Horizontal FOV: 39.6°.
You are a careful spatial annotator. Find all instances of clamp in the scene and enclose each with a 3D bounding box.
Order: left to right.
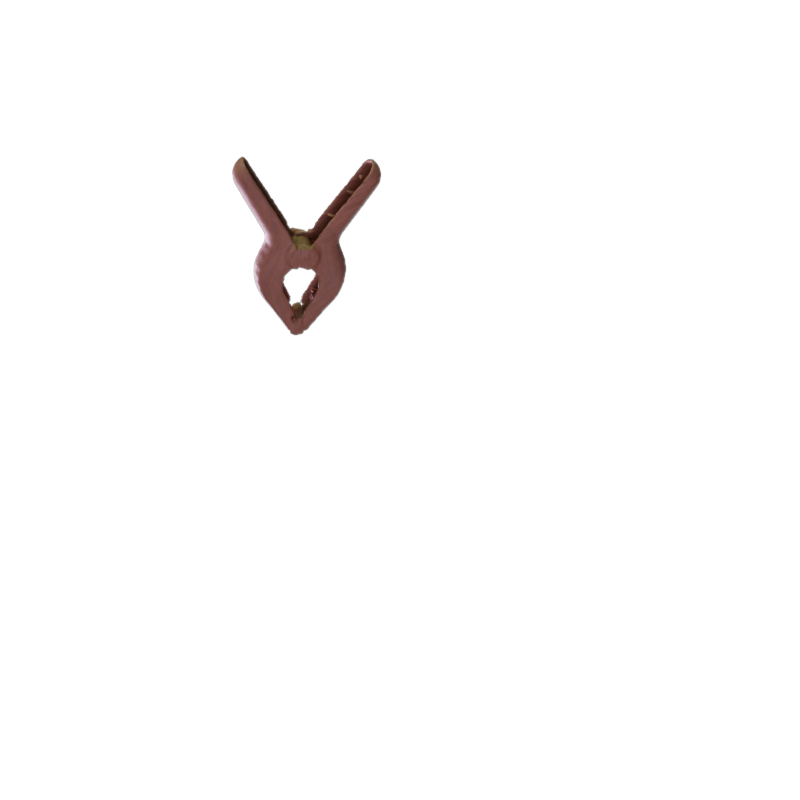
[{"bbox_3d":[-0.073,-0.134,0.936,0.120,0.160,0.042,-3,37,1],"label":"clamp"}]
